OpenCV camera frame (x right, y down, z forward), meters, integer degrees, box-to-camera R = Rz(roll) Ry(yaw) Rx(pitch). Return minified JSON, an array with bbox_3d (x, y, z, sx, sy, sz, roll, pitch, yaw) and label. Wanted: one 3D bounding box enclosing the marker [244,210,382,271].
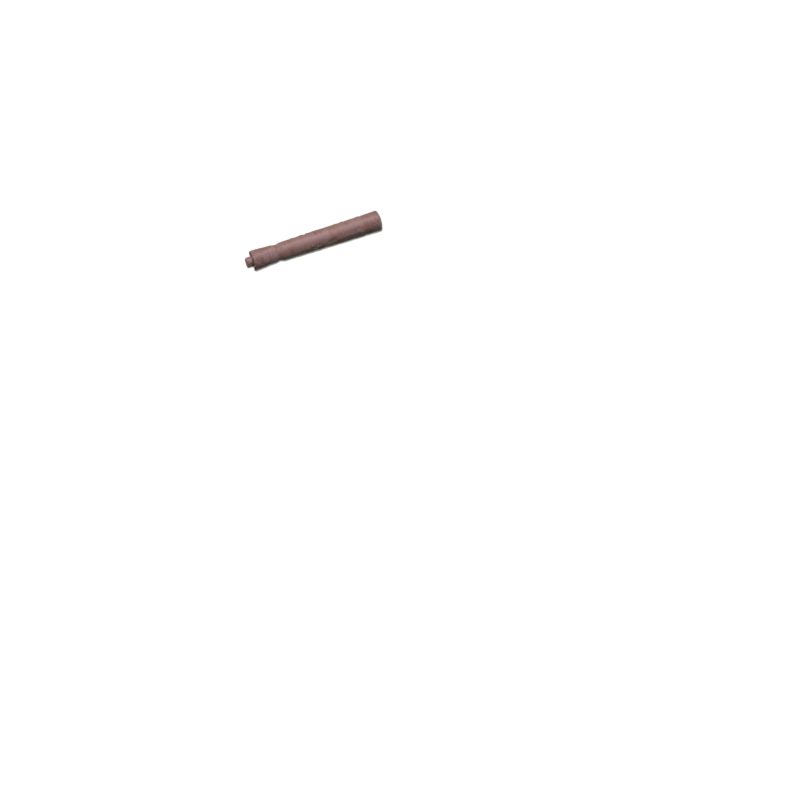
[{"bbox_3d":[-0.074,-0.135,0.943,0.120,0.019,0.020,-19,8,-11],"label":"marker"}]
